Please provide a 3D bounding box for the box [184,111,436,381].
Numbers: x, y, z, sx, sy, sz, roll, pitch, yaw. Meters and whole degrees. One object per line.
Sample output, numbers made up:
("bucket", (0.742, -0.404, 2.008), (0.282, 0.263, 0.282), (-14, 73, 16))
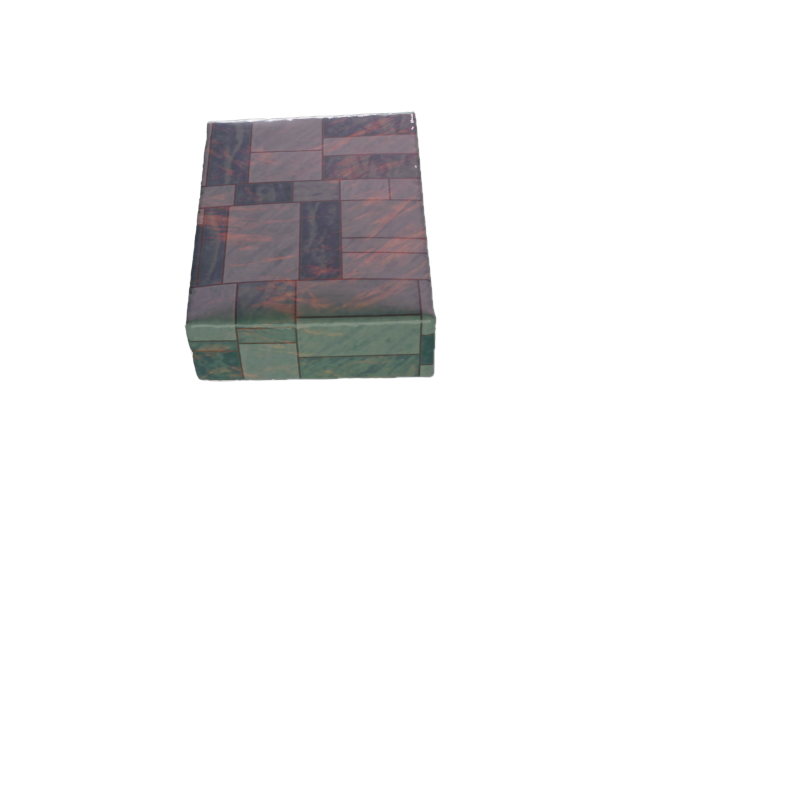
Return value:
("box", (-0.063, -0.115, 0.804), (0.164, 0.230, 0.067), (-3, -42, 0))
